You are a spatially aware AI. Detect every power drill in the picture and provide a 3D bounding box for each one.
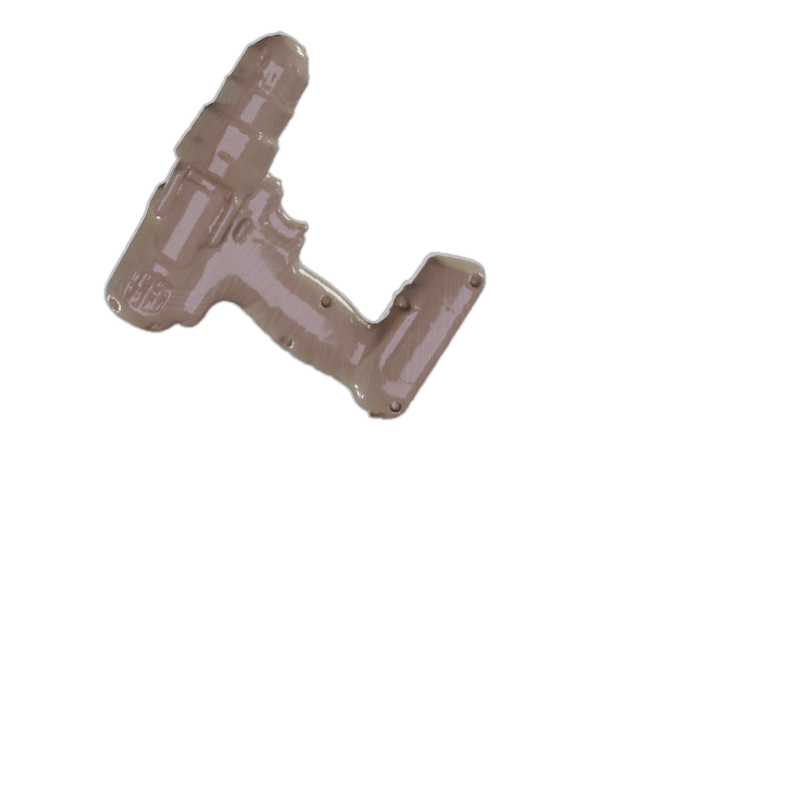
[{"bbox_3d":[-0.049,-0.090,0.632,0.185,0.182,0.059,31,8,-5],"label":"power drill"}]
